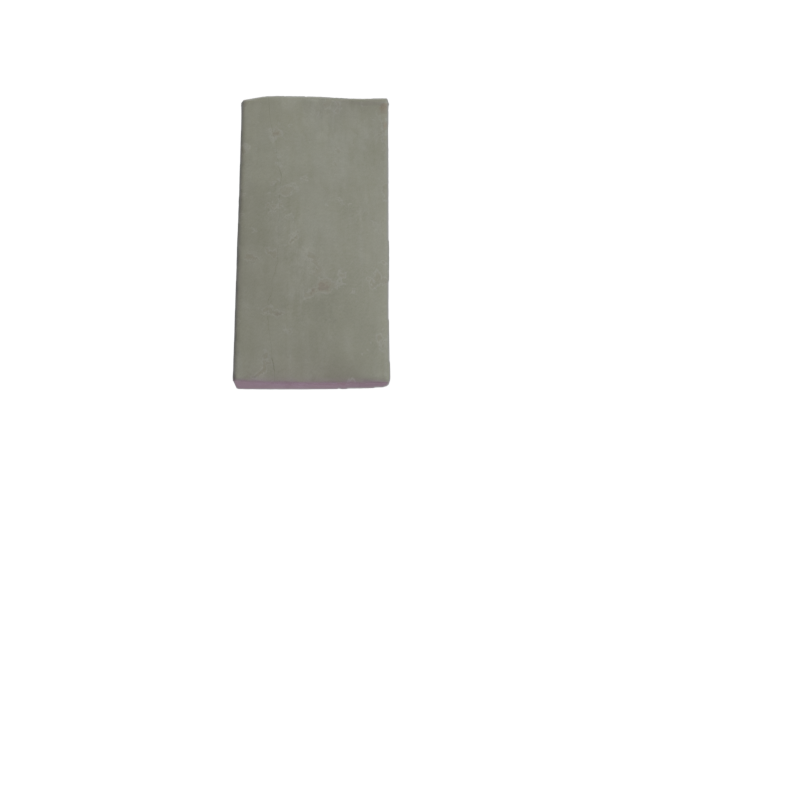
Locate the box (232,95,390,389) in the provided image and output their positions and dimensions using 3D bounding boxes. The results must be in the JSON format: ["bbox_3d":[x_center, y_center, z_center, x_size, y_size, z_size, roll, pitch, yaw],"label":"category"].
[{"bbox_3d":[-0.053,-0.096,0.672,0.093,0.181,0.047,0,-12,-2],"label":"box"}]
